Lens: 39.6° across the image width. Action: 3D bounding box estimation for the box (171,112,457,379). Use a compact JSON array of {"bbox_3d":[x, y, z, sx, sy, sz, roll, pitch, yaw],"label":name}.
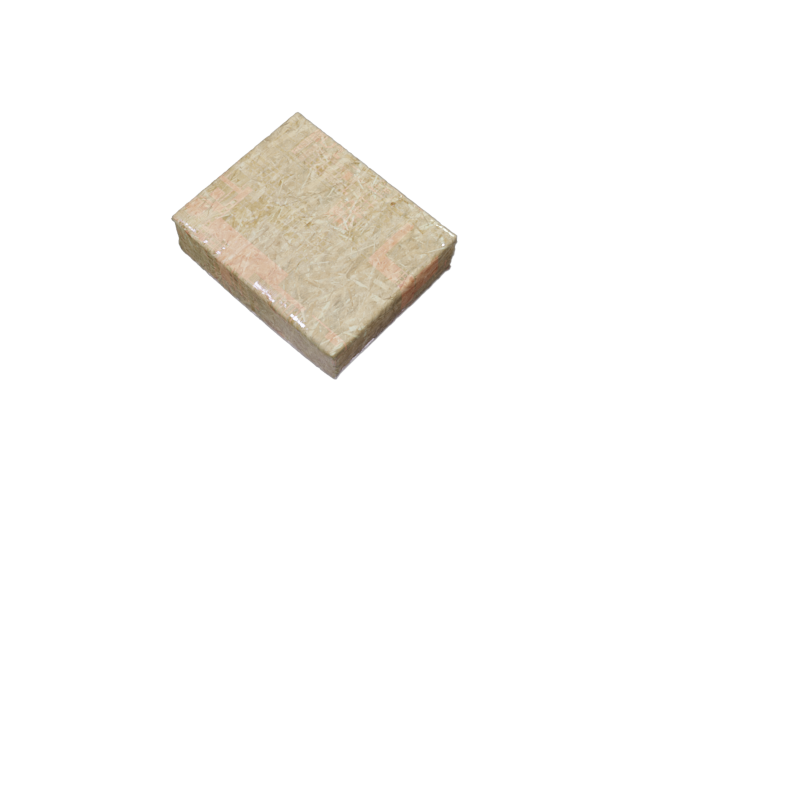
[{"bbox_3d":[-0.043,-0.079,0.553,0.119,0.091,0.037,40,-20,17],"label":"box"}]
